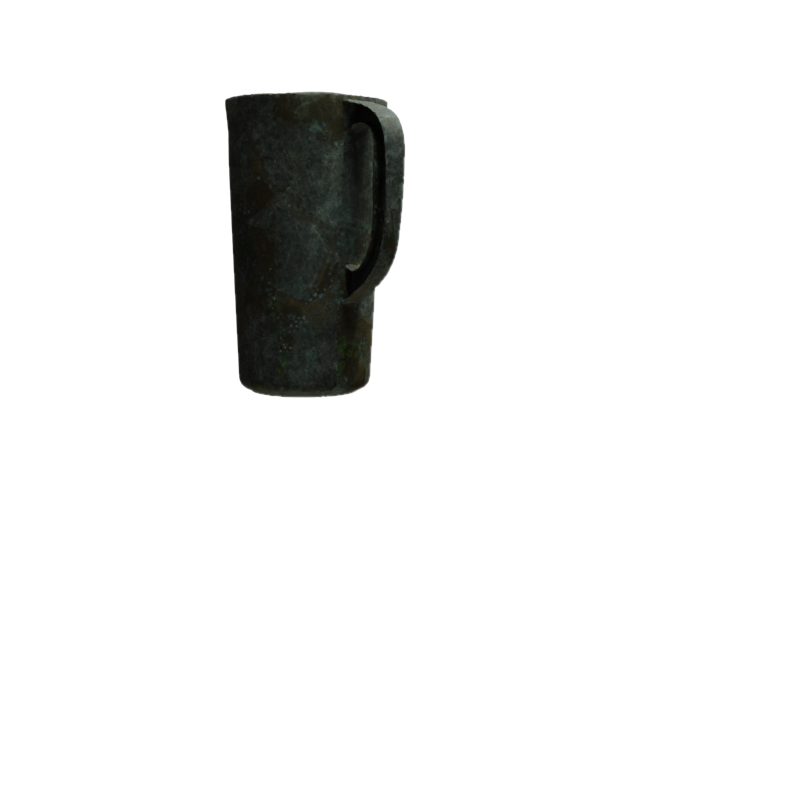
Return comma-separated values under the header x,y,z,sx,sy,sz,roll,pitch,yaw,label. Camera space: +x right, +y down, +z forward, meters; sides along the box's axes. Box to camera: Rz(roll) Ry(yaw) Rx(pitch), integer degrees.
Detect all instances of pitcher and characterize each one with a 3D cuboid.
x,y,z,sx,sy,sz,roll,pitch,yaw,label
-0.070,-0.128,0.899,0.145,0.242,0.150,0,3,1,pitcher
